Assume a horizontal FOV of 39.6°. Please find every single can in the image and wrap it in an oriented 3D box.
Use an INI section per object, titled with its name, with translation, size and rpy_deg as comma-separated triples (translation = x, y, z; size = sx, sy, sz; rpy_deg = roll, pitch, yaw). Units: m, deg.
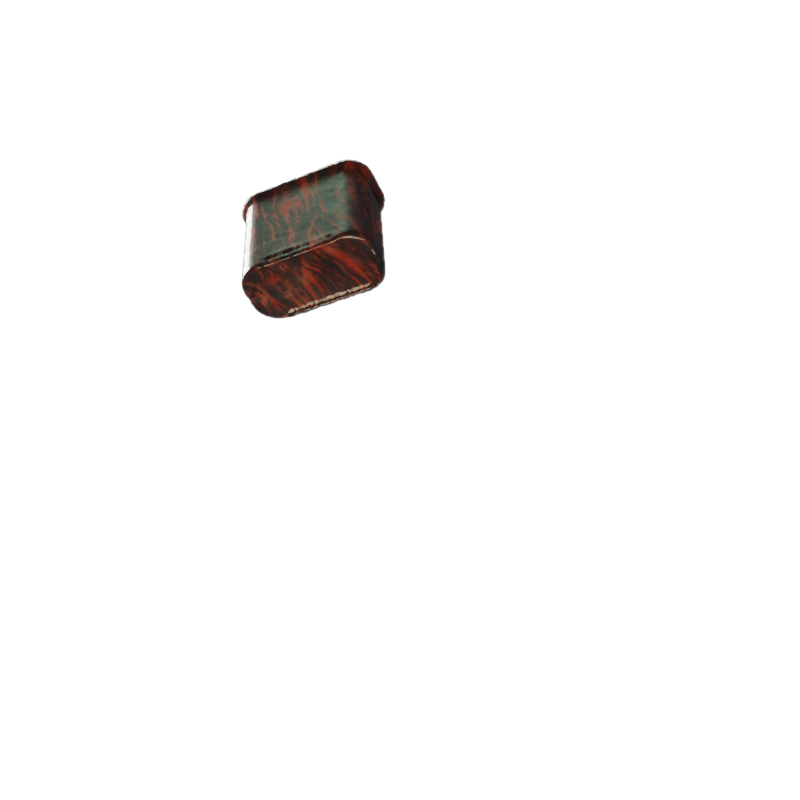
[can]
translation = -0.061, -0.111, 0.774
size = 0.102, 0.090, 0.053
rpy_deg = -18, -49, 14
